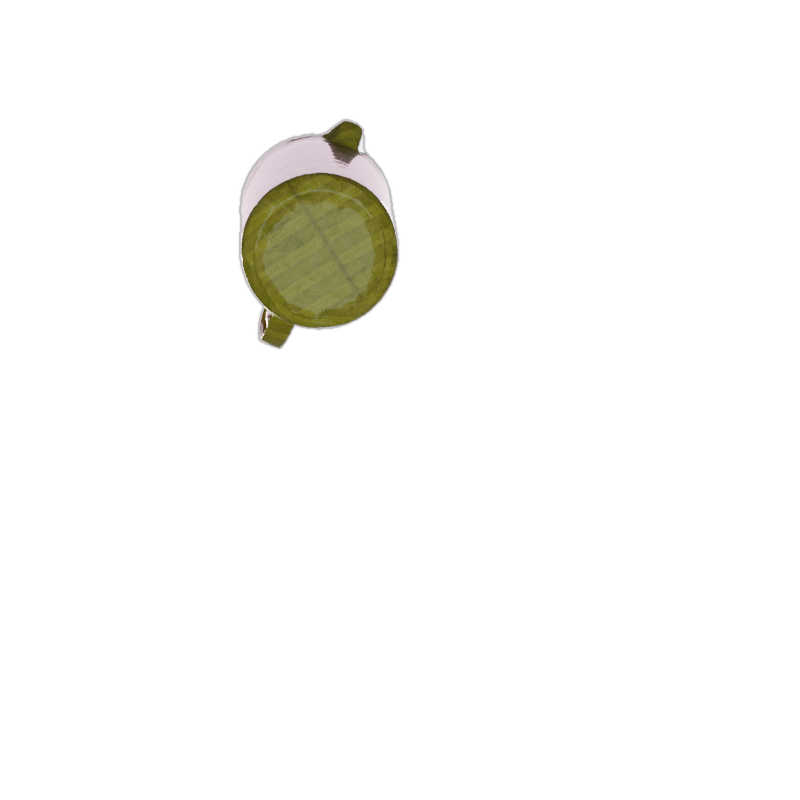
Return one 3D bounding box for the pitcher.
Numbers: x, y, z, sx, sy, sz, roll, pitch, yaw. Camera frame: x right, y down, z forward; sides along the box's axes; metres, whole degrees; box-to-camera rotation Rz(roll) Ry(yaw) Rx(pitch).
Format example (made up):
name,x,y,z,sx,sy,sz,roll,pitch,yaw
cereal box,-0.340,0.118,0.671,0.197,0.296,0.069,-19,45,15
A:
name,x,y,z,sx,sy,sz,roll,pitch,yaw
pitcher,-0.067,-0.123,0.861,0.145,0.145,0.251,-21,15,2
